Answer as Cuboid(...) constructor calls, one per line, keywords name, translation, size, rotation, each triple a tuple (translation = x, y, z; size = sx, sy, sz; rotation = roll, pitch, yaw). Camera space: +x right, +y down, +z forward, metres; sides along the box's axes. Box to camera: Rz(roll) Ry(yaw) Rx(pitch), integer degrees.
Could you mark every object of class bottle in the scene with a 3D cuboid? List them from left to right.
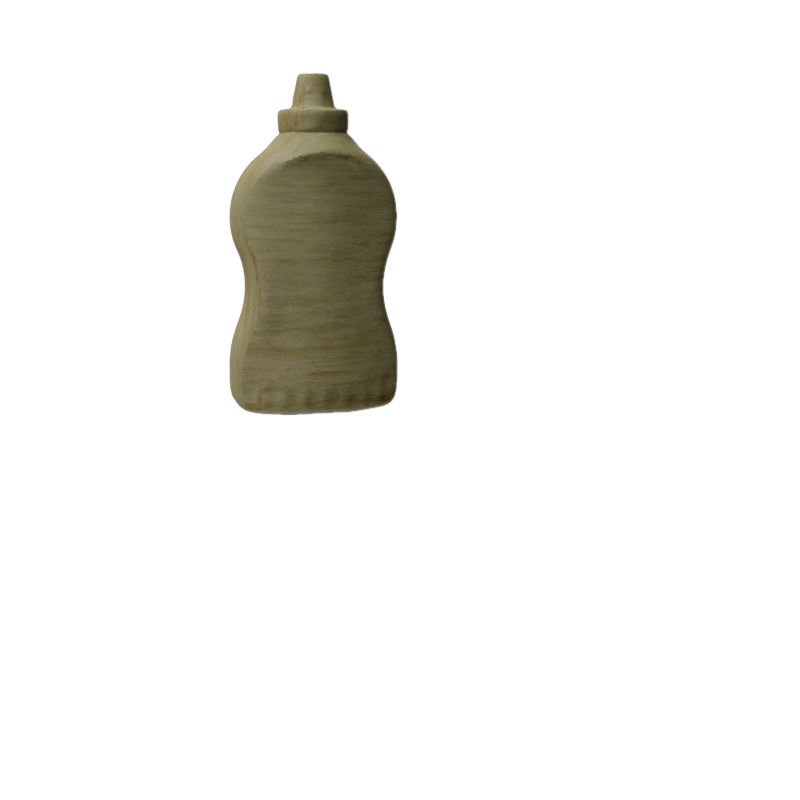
Cuboid(name="bottle", translation=(-0.050, -0.091, 0.640), size=(0.094, 0.189, 0.060), rotation=(-1, 5, -13))
